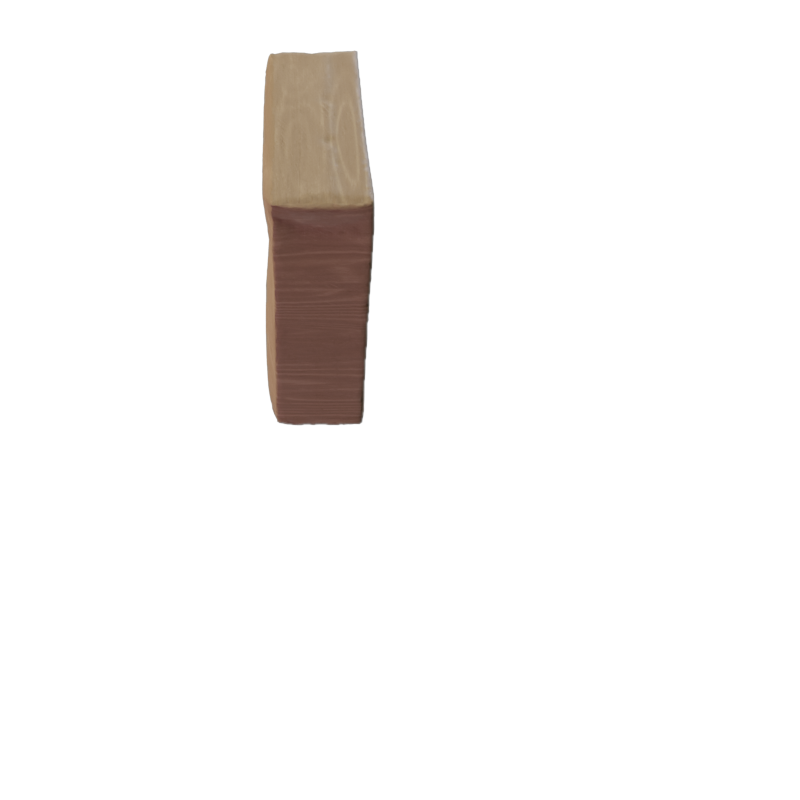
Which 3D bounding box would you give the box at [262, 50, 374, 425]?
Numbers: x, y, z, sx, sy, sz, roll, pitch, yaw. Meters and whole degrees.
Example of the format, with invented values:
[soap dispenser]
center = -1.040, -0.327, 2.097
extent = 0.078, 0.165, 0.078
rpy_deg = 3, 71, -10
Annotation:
[box]
center = -0.061, -0.111, 0.779
extent = 0.071, 0.177, 0.199
rpy_deg = -2, -43, -5
